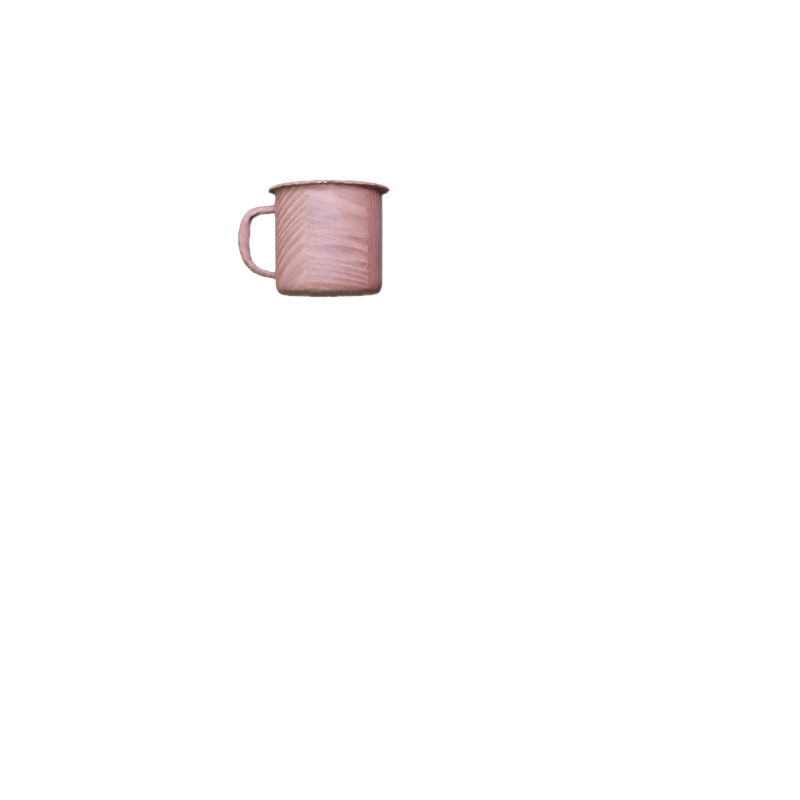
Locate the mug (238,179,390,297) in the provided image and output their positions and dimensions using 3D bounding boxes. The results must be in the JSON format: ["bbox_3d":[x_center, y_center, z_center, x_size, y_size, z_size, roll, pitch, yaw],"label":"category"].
[{"bbox_3d":[-0.066,-0.121,0.847,0.118,0.082,0.092,0,-1,4],"label":"mug"}]
